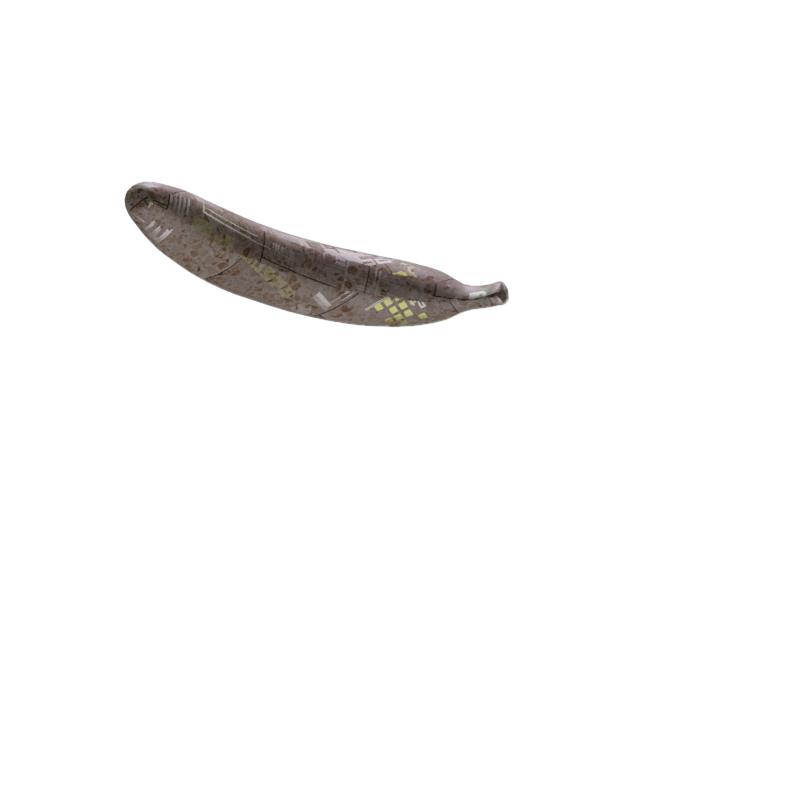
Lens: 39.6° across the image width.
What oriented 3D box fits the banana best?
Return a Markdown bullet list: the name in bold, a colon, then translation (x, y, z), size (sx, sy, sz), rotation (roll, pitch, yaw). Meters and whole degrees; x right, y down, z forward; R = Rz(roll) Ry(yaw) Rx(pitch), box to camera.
- **banana**: translation (-0.047, -0.069, 0.551), size (0.191, 0.039, 0.068), rotation (11, -29, -22)
